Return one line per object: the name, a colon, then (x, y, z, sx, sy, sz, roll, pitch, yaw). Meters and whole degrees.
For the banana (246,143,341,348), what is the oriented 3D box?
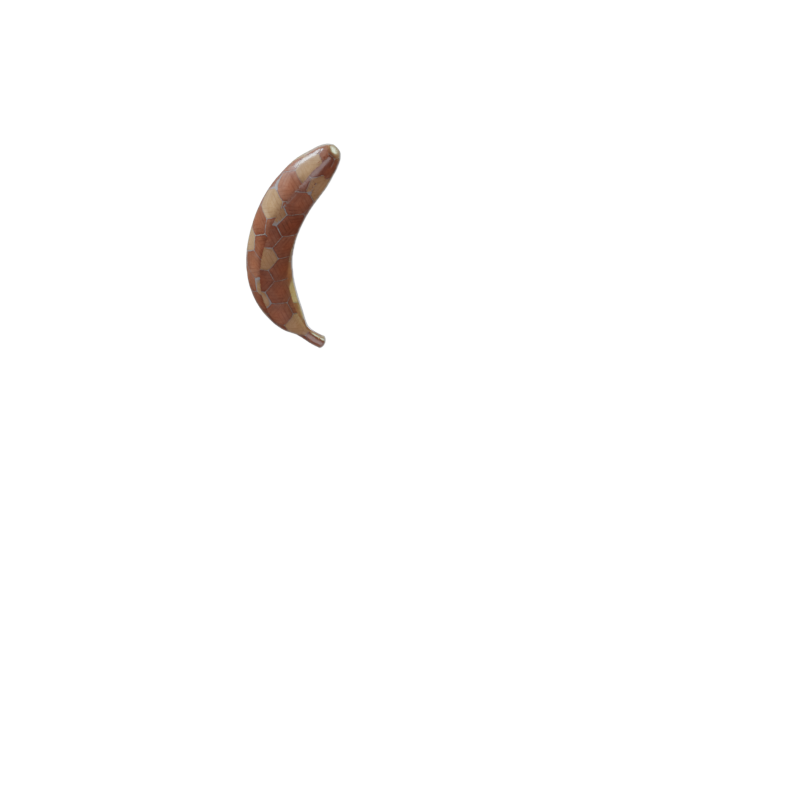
banana: (-0.088, -0.124, 0.886, 0.069, 0.185, 0.039, 4, 42, -4)
